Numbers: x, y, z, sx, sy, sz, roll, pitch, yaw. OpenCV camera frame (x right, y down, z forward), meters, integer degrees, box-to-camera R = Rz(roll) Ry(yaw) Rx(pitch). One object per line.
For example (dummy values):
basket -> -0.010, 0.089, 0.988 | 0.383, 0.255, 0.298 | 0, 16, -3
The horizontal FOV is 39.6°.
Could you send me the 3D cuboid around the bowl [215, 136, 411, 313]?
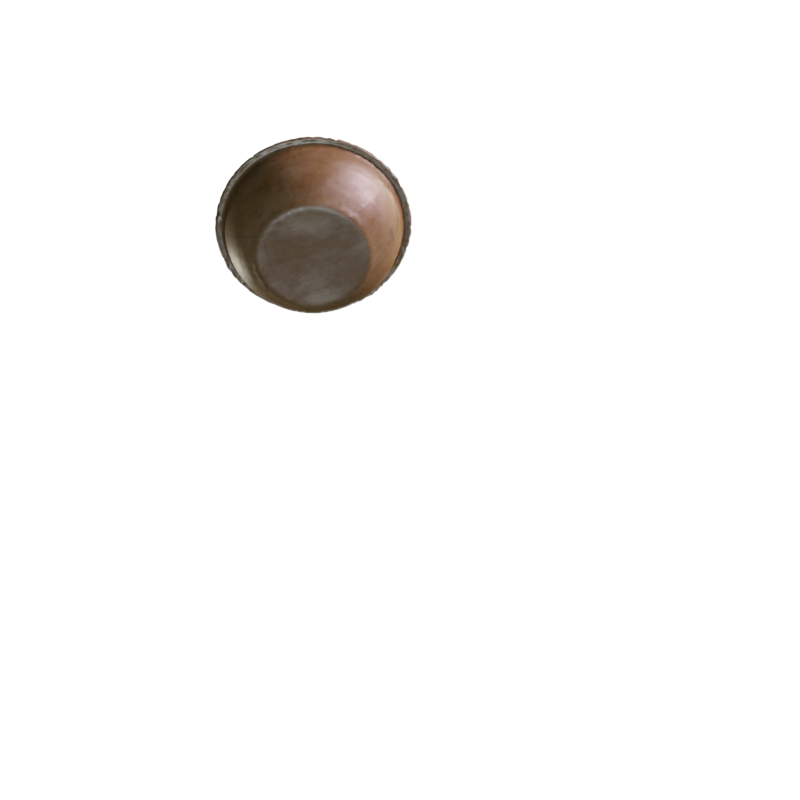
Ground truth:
bowl -> -0.070, -0.127, 0.892 | 0.162, 0.153, 0.058 | 1, 30, -1
